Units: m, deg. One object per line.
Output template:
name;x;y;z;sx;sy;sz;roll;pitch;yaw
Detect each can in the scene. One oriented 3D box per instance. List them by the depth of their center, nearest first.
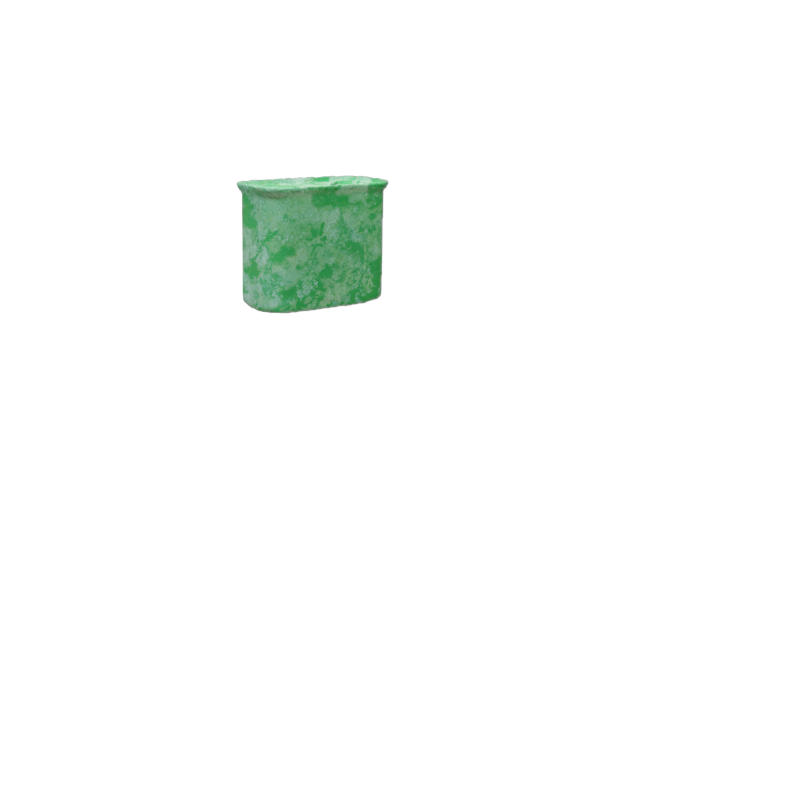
can;-0.059;-0.108;0.757;0.099;0.082;0.061;-8;14;-32
